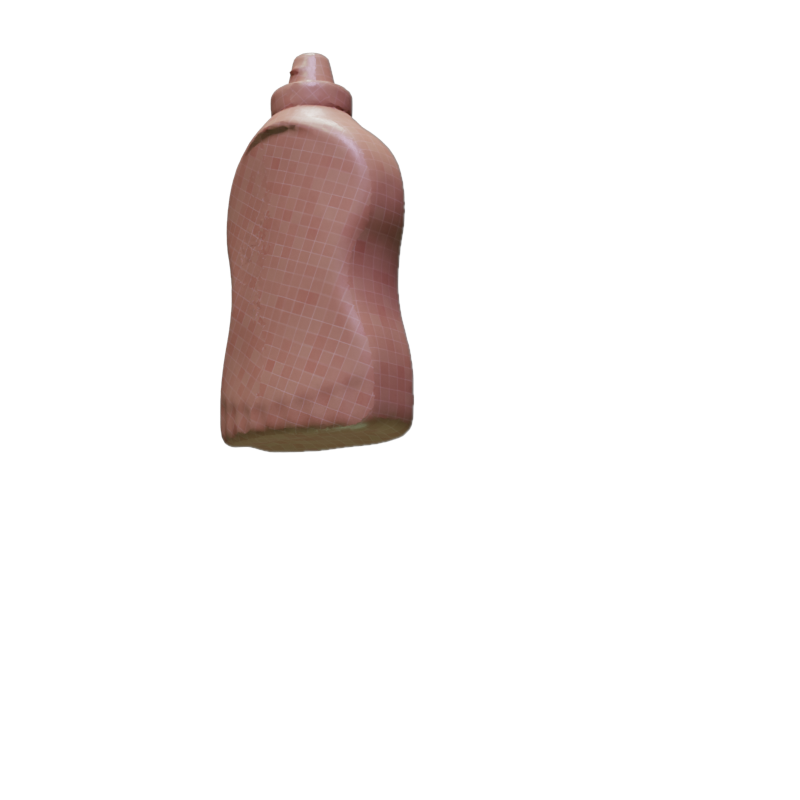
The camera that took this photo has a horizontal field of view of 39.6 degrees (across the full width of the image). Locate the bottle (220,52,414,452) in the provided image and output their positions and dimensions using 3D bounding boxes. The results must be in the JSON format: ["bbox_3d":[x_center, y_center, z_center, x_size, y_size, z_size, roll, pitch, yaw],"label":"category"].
[{"bbox_3d":[-0.042,-0.076,0.529,0.098,0.199,0.055,-14,-21,40],"label":"bottle"}]
